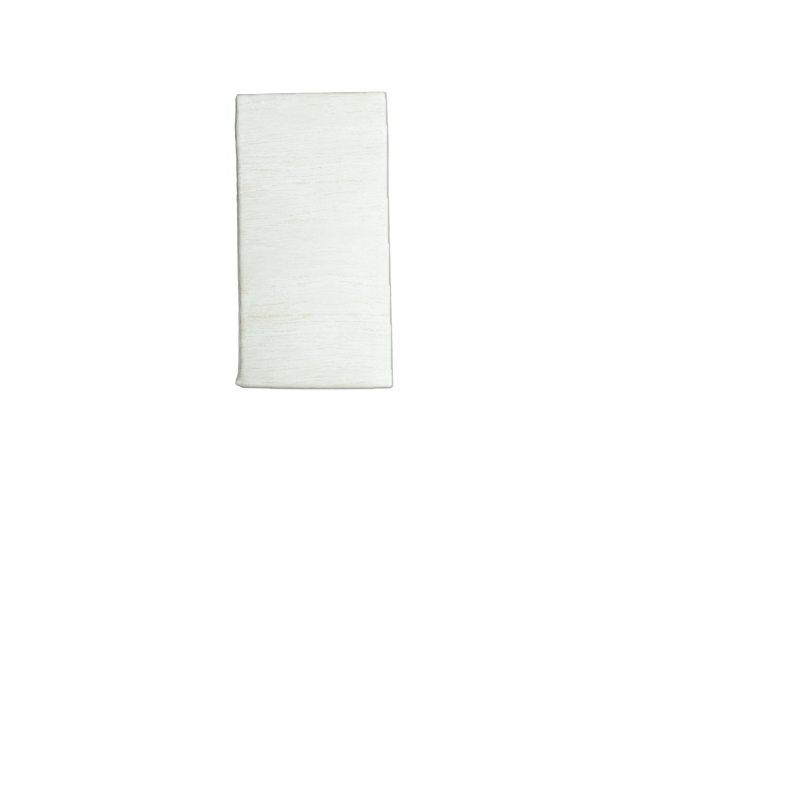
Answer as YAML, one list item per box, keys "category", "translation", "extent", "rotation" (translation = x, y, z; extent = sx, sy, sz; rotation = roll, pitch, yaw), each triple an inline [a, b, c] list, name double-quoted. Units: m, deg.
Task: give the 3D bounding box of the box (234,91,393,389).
- category: "box"
  translation: [-0.052, -0.095, 0.669]
  extent: [0.093, 0.180, 0.047]
  rotation: [0, -7, 0]
